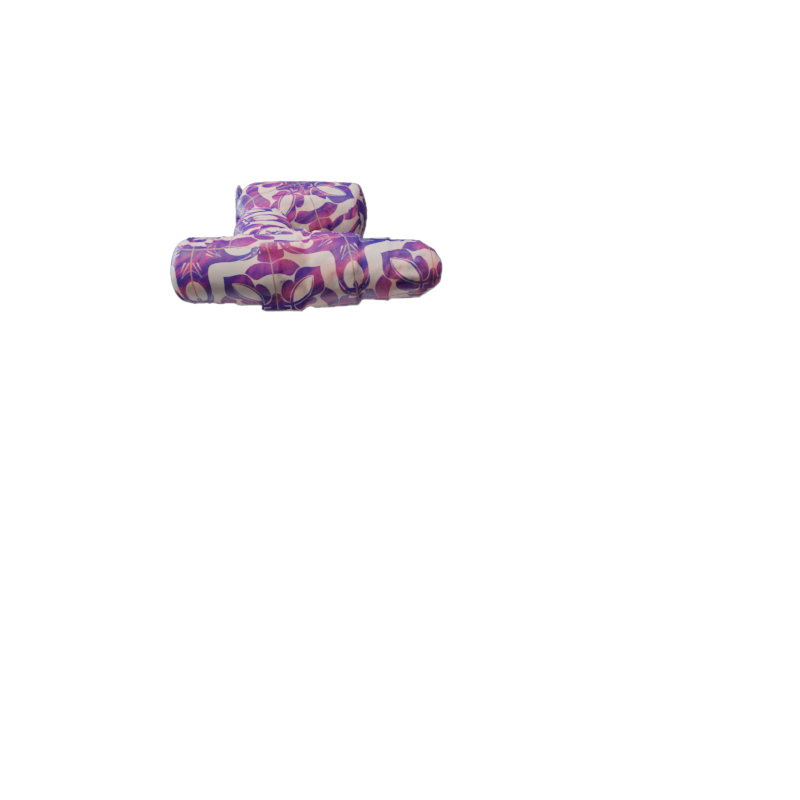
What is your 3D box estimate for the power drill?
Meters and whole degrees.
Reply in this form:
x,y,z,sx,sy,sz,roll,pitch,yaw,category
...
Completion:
x,y,z,sx,sy,sz,roll,pitch,yaw,category
-0.064,-0.117,0.819,0.185,0.055,0.195,1,21,2,power drill
